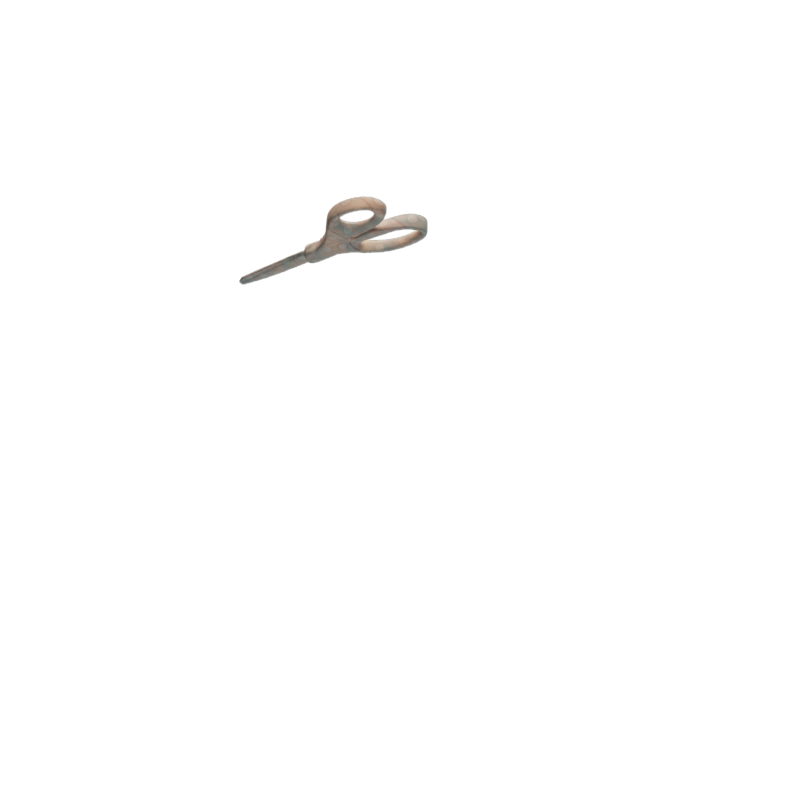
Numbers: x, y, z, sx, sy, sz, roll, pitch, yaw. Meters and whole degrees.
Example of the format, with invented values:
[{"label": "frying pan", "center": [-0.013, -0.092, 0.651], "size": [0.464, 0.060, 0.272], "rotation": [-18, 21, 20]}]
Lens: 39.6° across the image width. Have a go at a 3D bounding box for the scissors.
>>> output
[{"label": "scissors", "center": [-0.076, -0.139, 0.973], "size": [0.205, 0.017, 0.090], "rotation": [-9, -22, 23]}]
